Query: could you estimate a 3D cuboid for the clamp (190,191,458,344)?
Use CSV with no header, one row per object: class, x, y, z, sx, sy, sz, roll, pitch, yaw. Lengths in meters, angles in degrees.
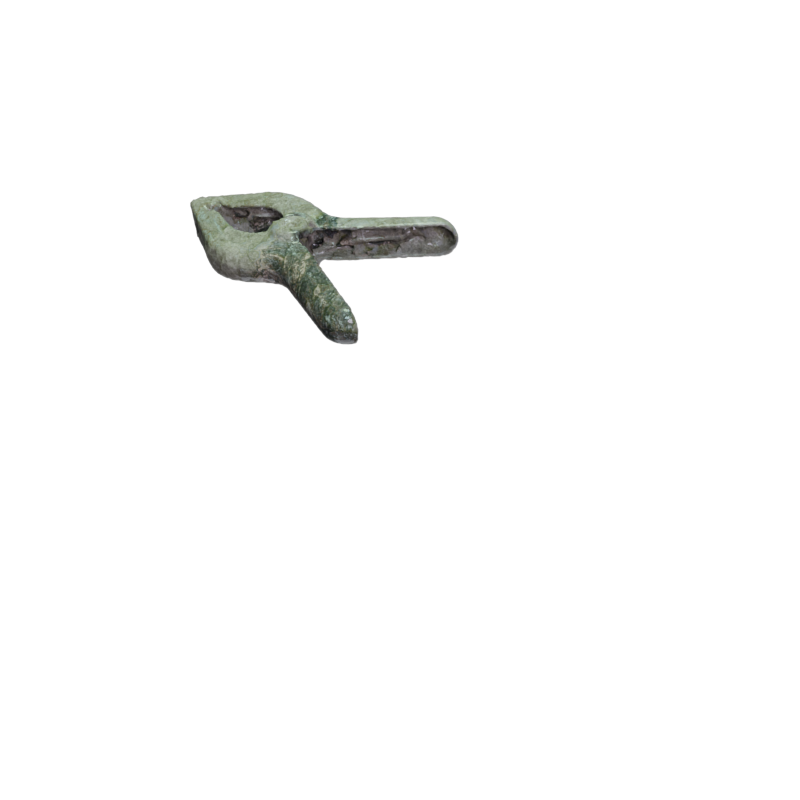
clamp,-0.054,-0.098,0.685,0.183,0.037,0.120,30,45,35
